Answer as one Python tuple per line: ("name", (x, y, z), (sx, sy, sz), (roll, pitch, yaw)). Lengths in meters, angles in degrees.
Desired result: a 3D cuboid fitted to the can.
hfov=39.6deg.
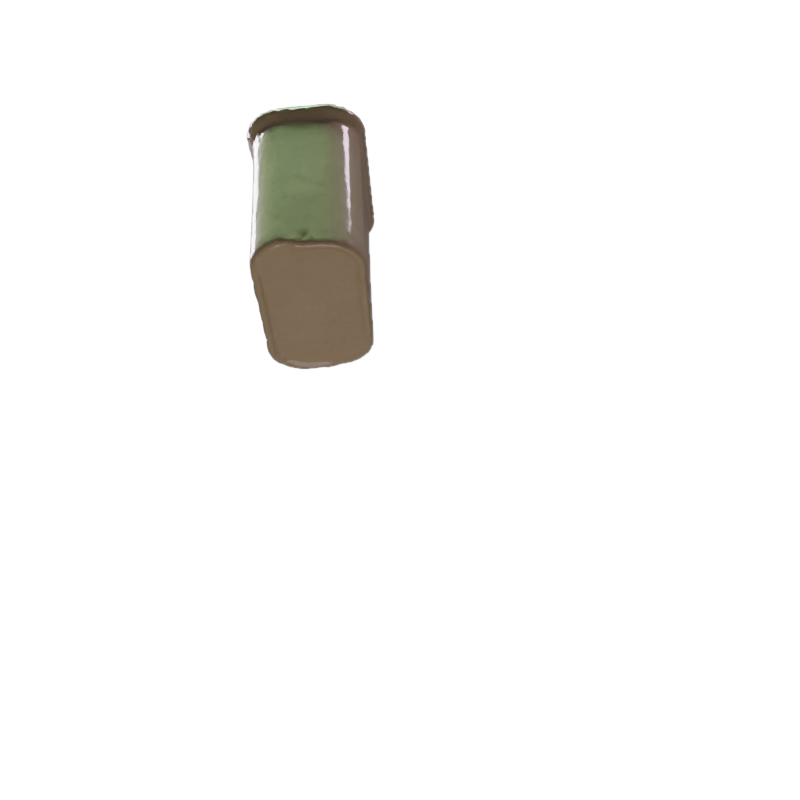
("can", (-0.042, -0.076, 0.533), (0.058, 0.090, 0.095), (-4, -36, 2))
